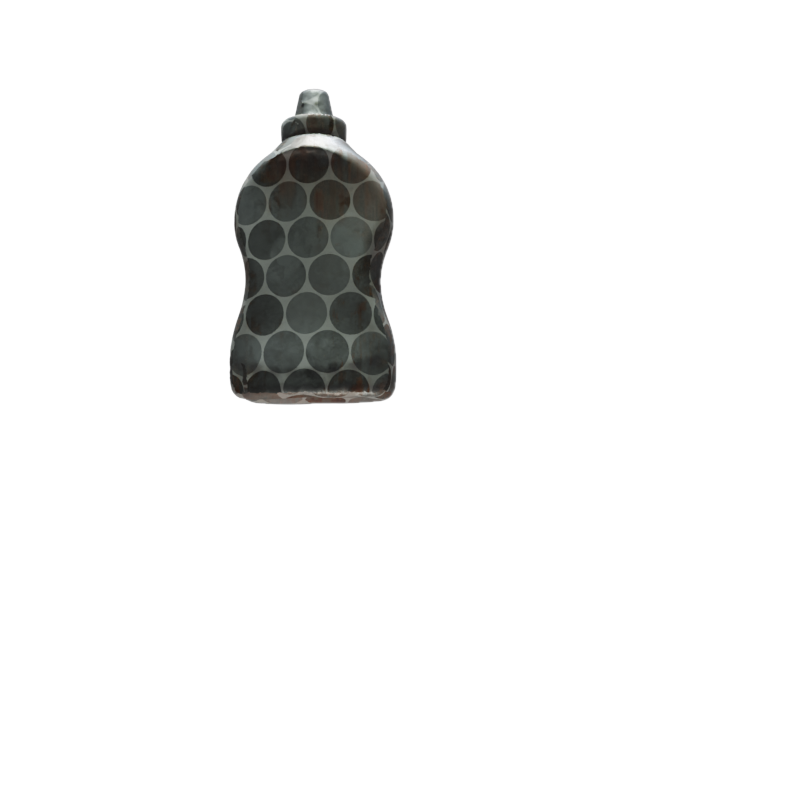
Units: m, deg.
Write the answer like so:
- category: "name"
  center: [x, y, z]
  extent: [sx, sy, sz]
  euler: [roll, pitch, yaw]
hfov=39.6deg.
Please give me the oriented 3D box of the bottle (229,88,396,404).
- category: "bottle"
  center: [-0.052, -0.096, 0.671]
  extent: [0.097, 0.198, 0.056]
  euler: [-3, -13, 12]
